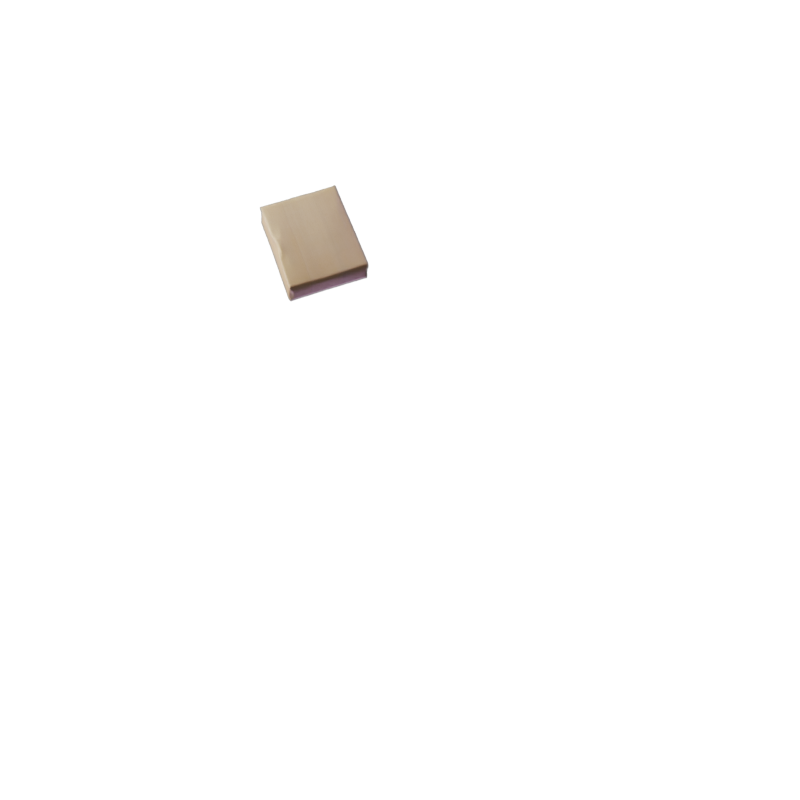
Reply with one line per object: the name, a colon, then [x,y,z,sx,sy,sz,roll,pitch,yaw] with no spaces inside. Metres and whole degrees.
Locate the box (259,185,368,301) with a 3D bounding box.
box: [-0.077,-0.140,0.982,0.073,0.095,0.028,-17,-25,-9]
